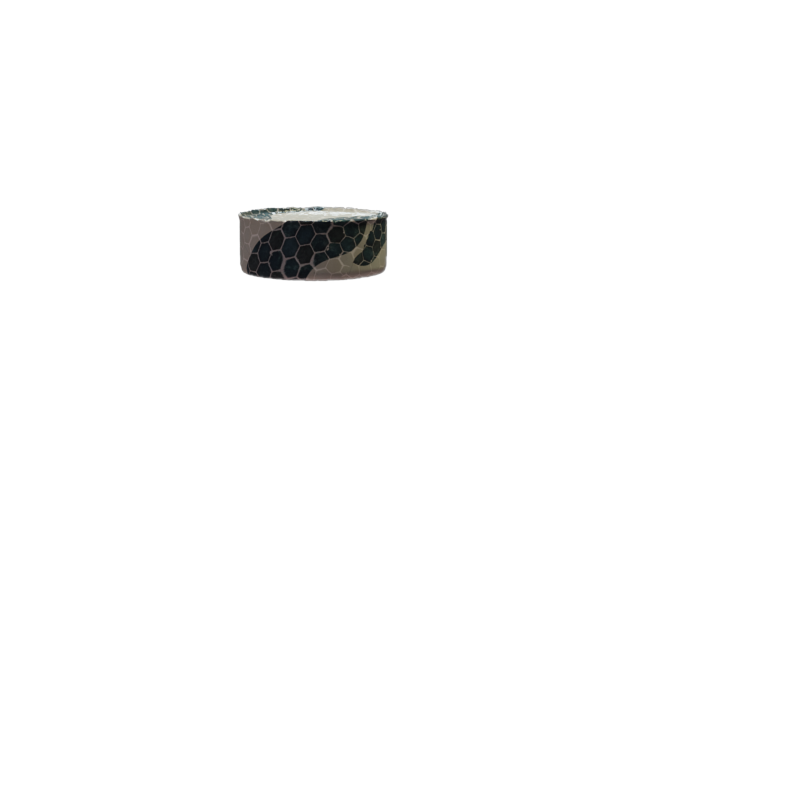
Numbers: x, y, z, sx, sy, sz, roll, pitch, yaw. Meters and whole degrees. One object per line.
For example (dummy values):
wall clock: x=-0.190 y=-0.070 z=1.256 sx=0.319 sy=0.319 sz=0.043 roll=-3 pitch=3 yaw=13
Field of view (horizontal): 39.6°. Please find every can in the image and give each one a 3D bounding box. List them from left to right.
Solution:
can: x=-0.050 y=-0.091 z=0.636 sx=0.086 sy=0.033 sz=0.088 roll=0 pitch=14 yaw=-2
